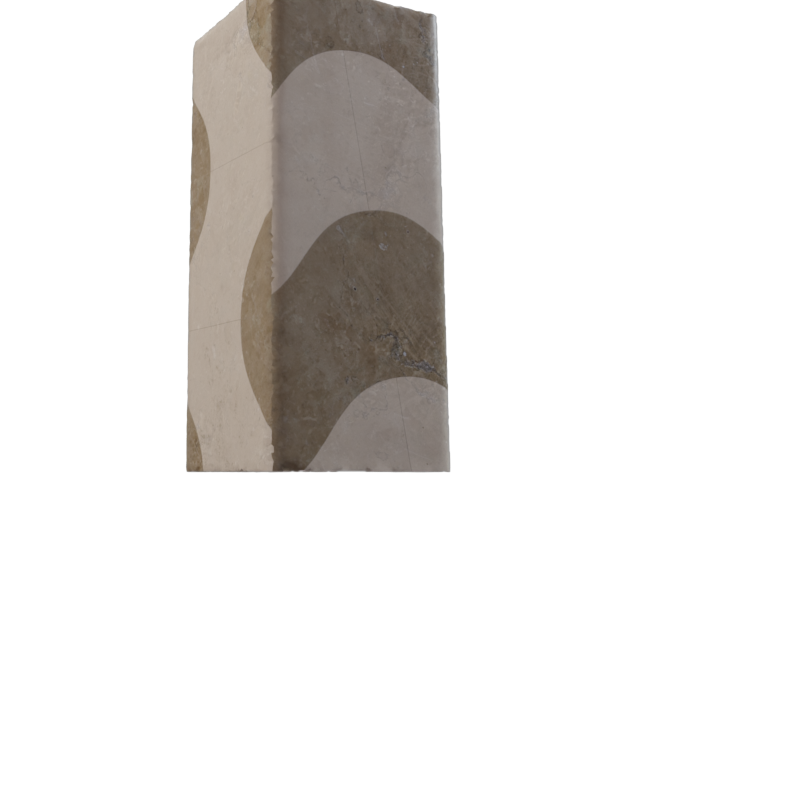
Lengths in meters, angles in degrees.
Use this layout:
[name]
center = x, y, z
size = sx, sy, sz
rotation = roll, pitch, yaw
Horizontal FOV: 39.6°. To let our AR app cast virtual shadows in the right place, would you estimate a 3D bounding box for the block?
[block]
center = -0.040, -0.072, 0.507
size = 0.087, 0.212, 0.092
rotation = 5, -12, -30
